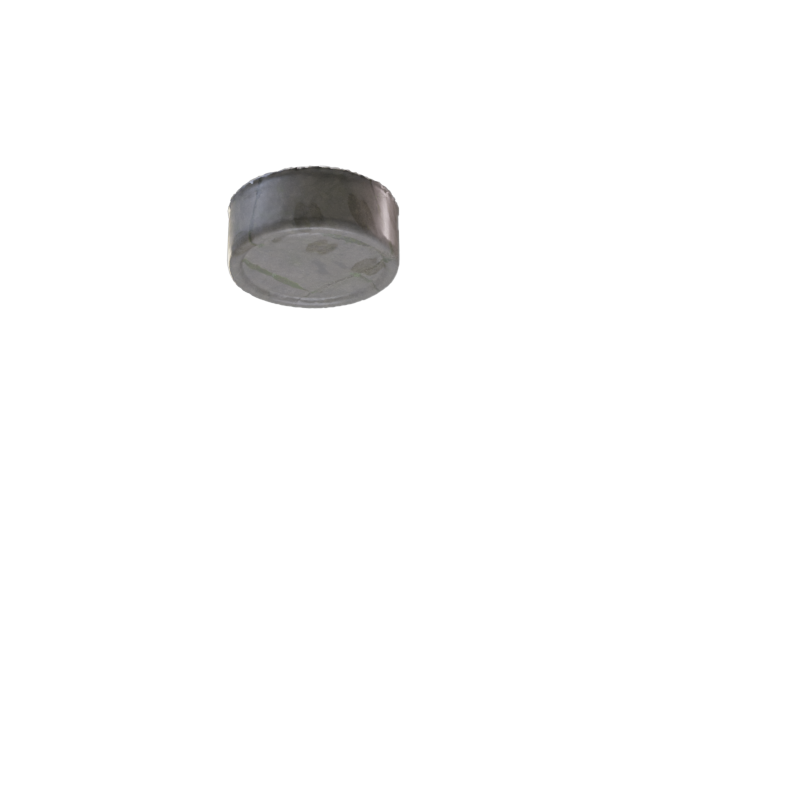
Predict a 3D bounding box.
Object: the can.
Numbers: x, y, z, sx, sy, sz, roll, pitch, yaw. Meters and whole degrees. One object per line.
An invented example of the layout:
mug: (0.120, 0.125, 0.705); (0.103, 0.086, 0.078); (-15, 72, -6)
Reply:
can: (-0.043, -0.078, 0.547); (0.086, 0.036, 0.081); (1, -25, -2)
